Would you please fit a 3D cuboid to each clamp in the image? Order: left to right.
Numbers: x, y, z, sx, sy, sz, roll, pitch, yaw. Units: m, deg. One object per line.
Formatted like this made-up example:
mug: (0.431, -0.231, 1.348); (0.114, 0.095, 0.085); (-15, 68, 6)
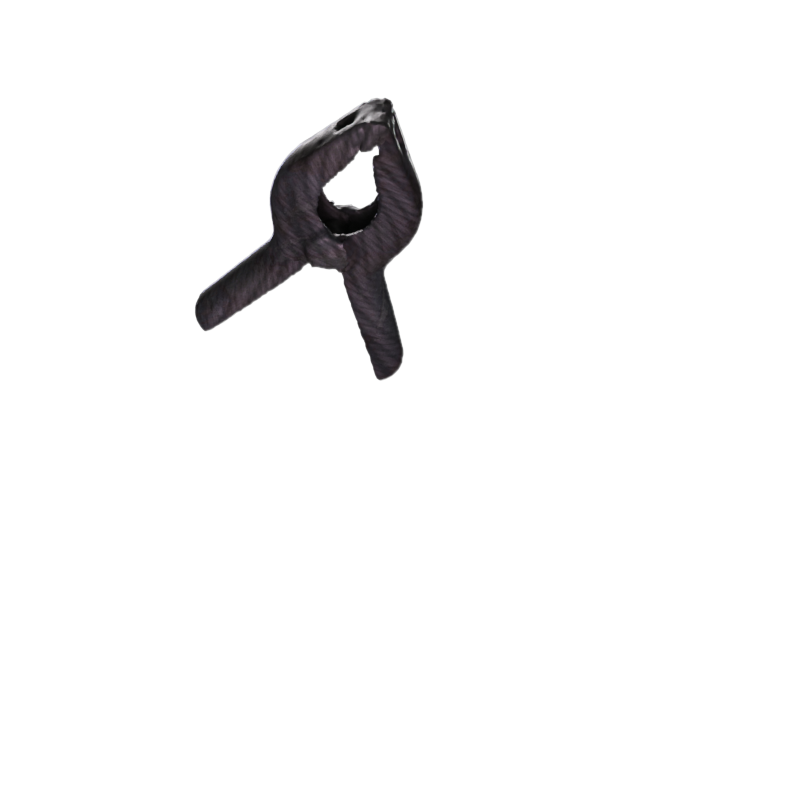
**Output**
clamp: (-0.046, -0.084, 0.590); (0.119, 0.161, 0.042); (7, 37, -6)
